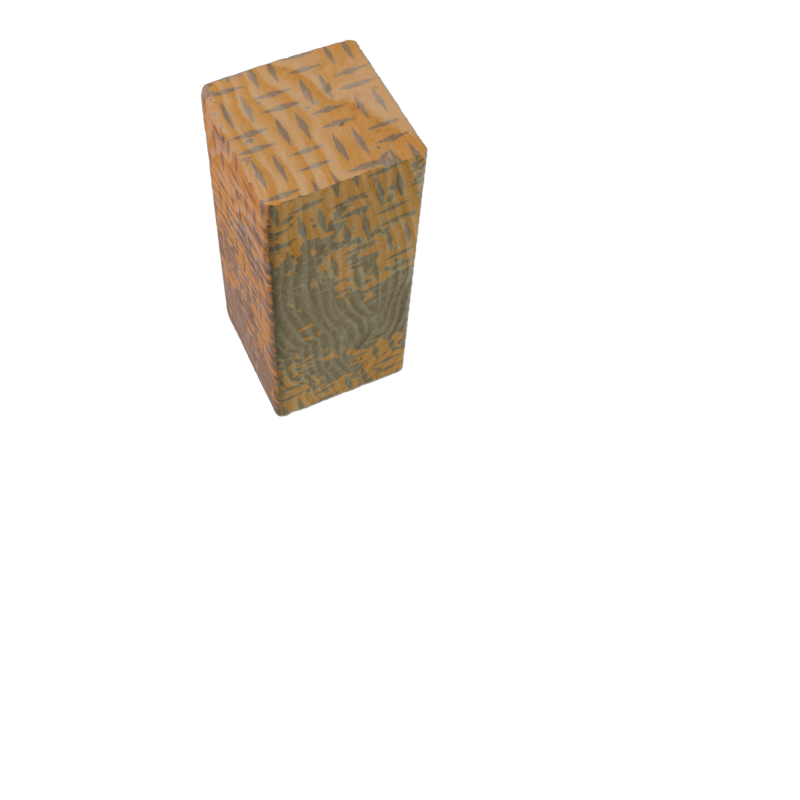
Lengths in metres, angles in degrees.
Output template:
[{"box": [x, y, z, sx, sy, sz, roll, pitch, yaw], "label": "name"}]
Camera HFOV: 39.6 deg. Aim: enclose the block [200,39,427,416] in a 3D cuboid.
[{"box": [-0.050, -0.090, 0.632, 0.089, 0.097, 0.193, -21, -28, -16], "label": "block"}]
